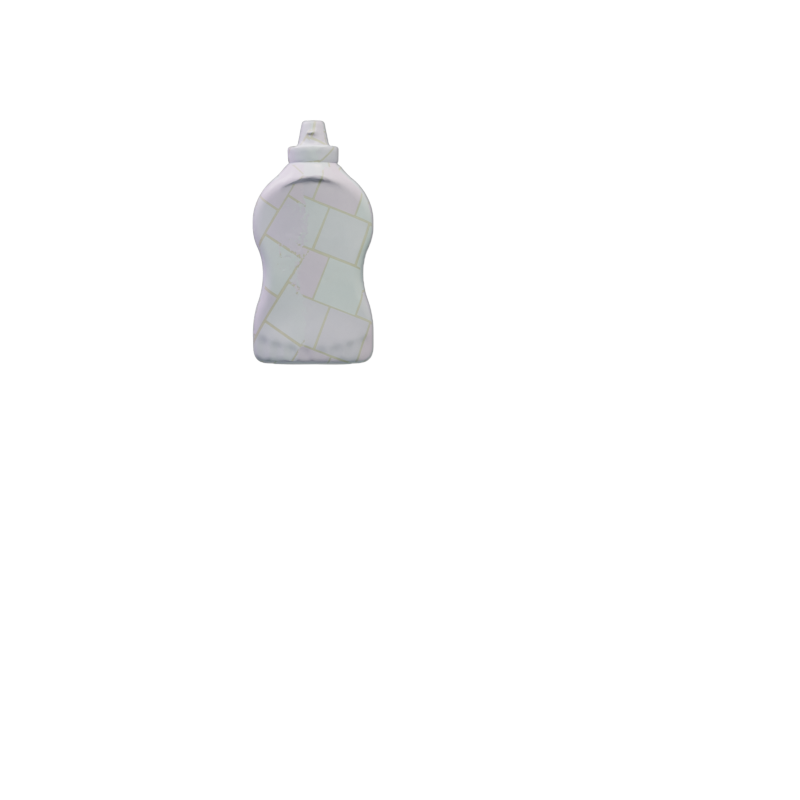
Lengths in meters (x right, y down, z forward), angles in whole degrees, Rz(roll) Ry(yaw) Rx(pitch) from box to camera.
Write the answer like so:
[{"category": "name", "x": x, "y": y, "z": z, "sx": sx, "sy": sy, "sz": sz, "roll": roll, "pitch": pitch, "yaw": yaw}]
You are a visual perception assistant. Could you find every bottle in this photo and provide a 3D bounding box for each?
[{"category": "bottle", "x": -0.069, "y": -0.126, "z": 0.883, "sx": 0.096, "sy": 0.191, "sz": 0.058, "roll": 0, "pitch": 1, "yaw": 1}]
